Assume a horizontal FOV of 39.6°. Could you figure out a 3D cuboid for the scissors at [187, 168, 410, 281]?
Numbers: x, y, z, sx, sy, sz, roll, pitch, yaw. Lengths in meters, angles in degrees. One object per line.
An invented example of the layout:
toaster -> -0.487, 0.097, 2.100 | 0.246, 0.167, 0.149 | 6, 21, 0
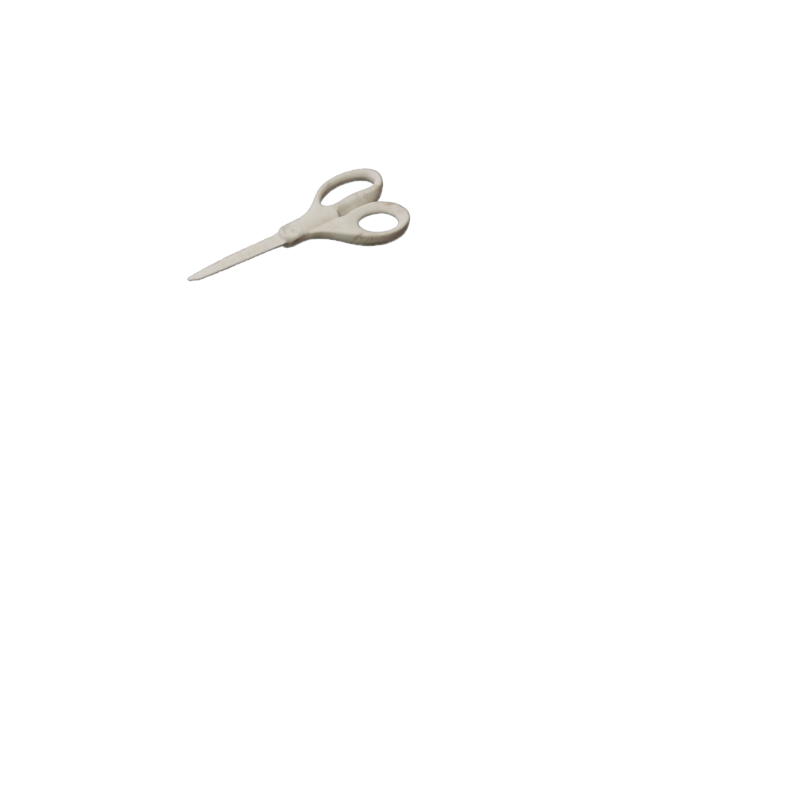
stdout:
scissors -> -0.072, -0.132, 0.924 | 0.102, 0.015, 0.205 | 30, 54, 25
